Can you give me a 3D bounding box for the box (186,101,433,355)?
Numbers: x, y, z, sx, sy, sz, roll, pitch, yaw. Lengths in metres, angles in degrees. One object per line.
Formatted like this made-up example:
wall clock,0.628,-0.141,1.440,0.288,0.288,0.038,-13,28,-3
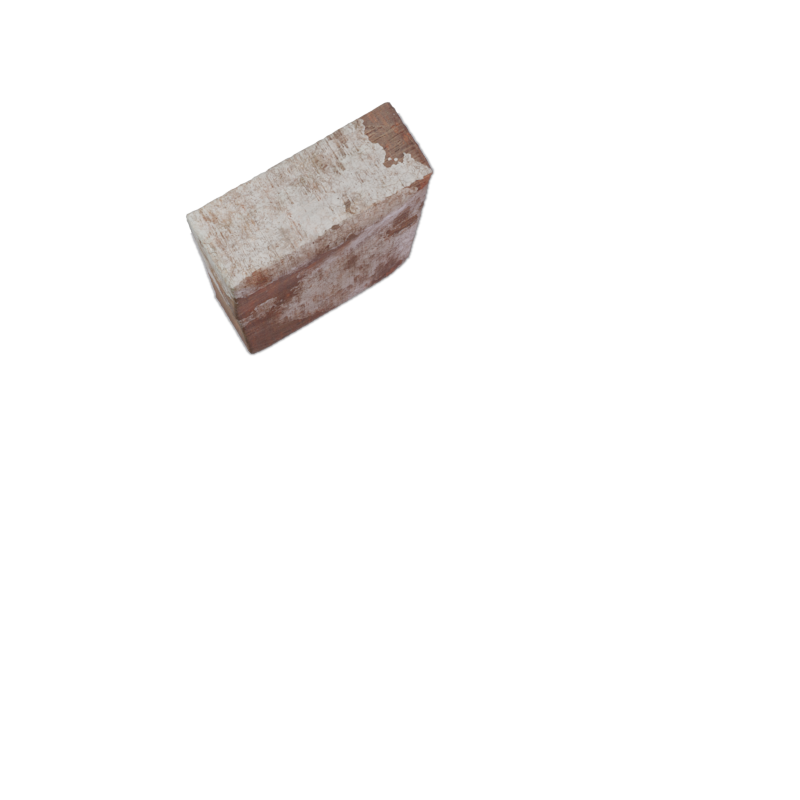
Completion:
box,-0.066,-0.121,0.846,0.164,0.074,0.207,-32,-6,-9
